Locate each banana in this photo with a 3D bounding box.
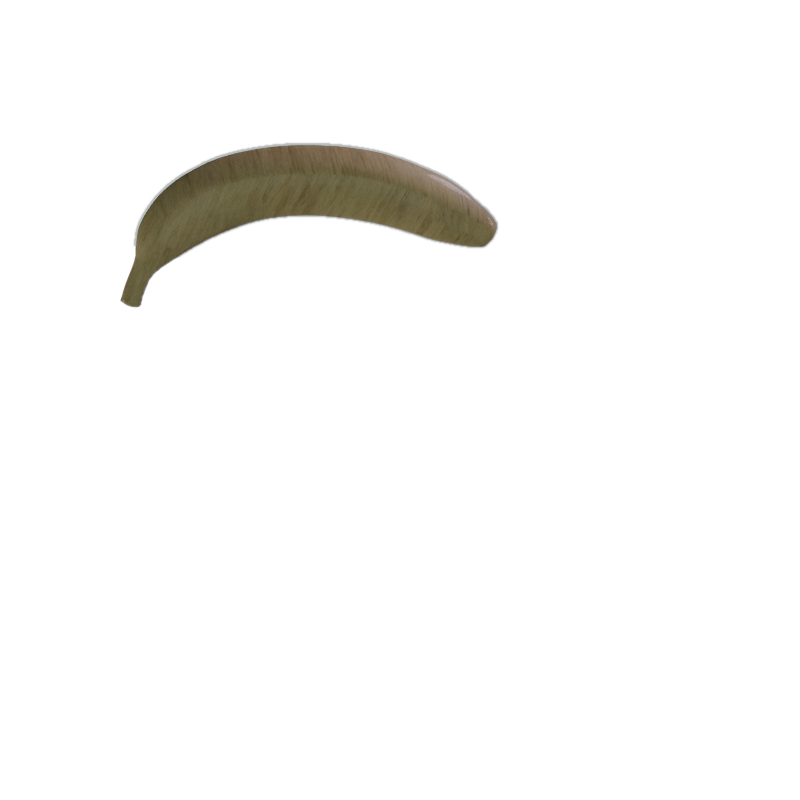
[{"bbox_3d":[-0.052,-0.099,0.573,0.198,0.067,0.038,-9,17,2],"label":"banana"}]
